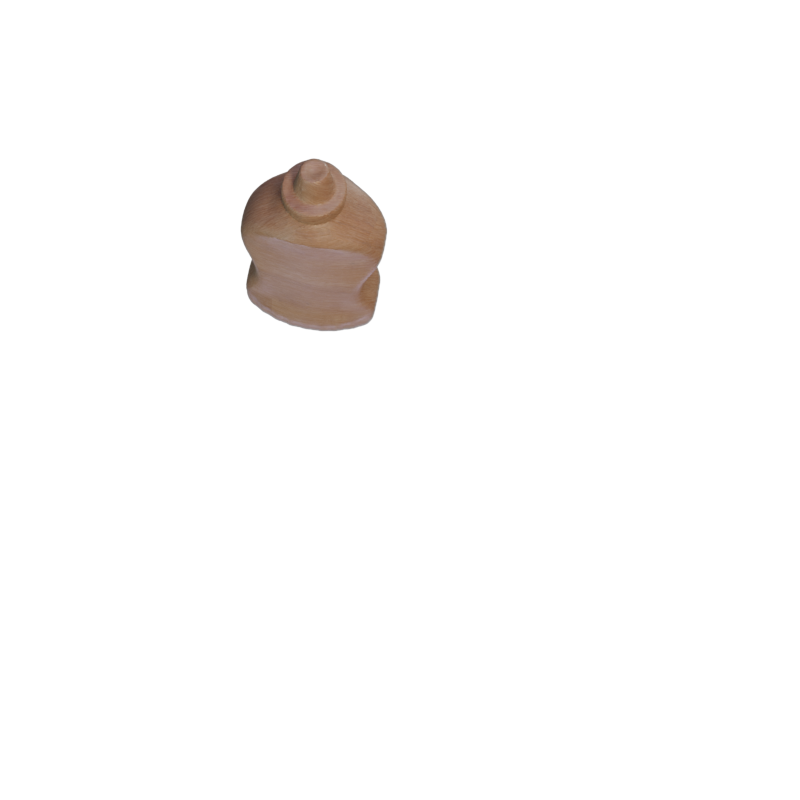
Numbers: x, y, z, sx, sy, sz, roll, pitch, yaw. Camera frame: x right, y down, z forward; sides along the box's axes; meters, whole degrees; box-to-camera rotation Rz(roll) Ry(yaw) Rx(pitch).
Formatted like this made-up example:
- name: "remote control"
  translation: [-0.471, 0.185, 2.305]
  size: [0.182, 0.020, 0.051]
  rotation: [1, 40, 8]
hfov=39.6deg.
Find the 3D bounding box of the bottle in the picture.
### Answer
- name: "bottle"
  translation: [-0.058, -0.107, 0.748]
  size: [0.097, 0.061, 0.183]
  rotation: [13, -20, 1]
